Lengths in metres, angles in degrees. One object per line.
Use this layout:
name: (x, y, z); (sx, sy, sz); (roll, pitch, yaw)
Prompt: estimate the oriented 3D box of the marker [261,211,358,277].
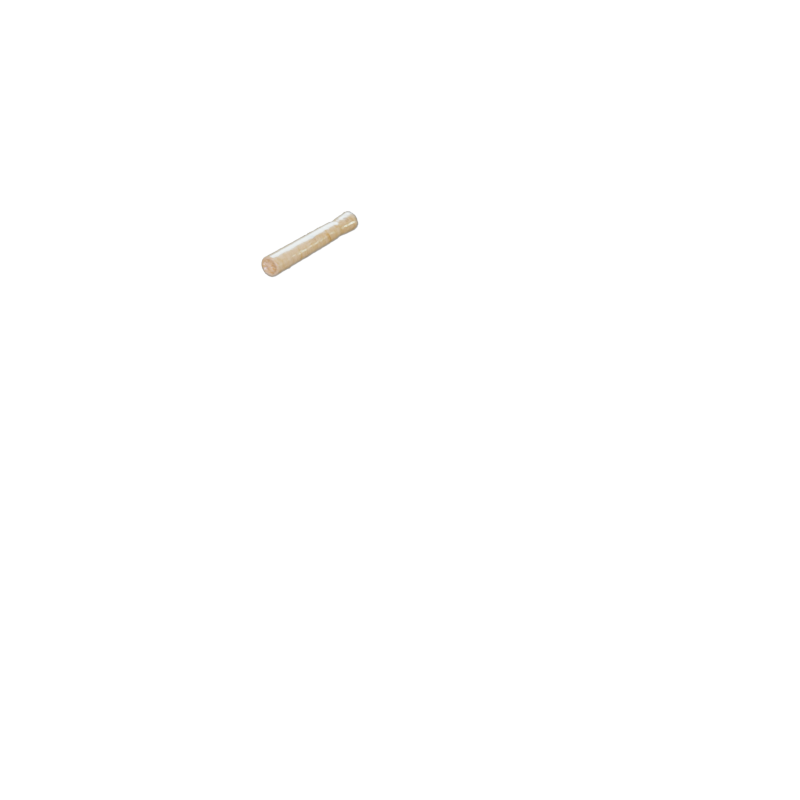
marker: (-0.076, -0.139, 0.975); (0.021, 0.019, 0.122); (3, 28, 38)
